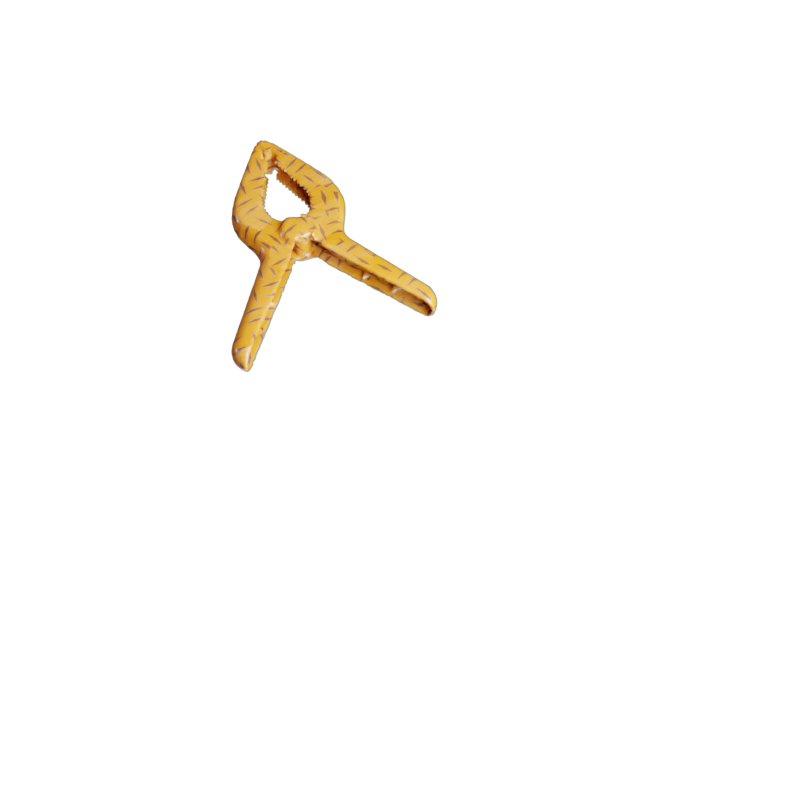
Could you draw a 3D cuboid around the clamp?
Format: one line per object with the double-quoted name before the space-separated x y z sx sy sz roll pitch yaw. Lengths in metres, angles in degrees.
"clamp" -0.071 -0.129 0.901 0.163 0.226 0.034 -11 -33 -7
